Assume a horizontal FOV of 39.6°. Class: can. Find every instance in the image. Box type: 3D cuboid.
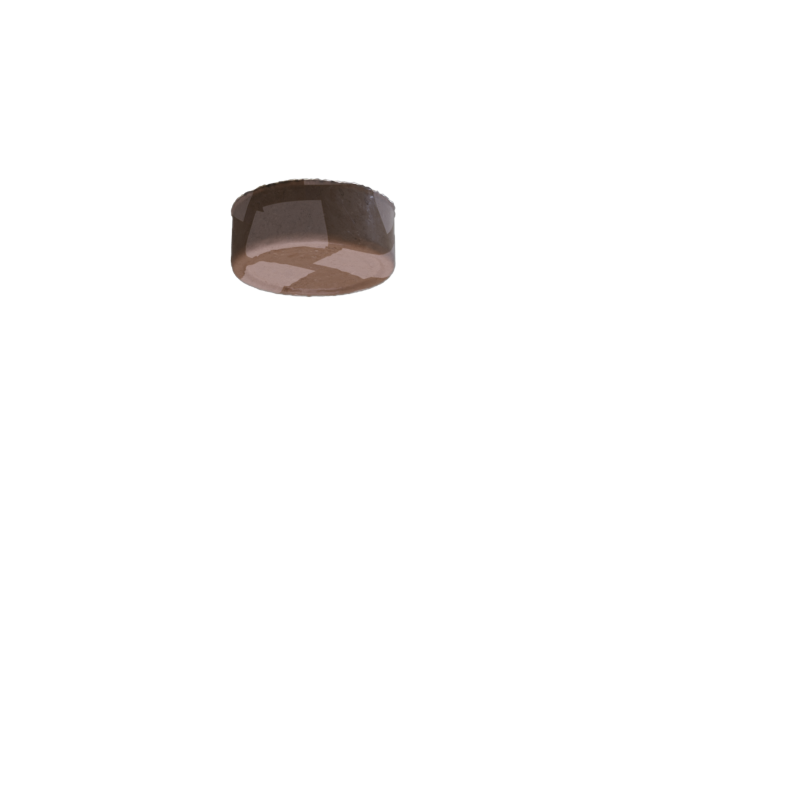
[{"bbox_3d":[-0.045,-0.082,0.571,0.086,0.035,0.082,0,-15,-2],"label":"can"}]
